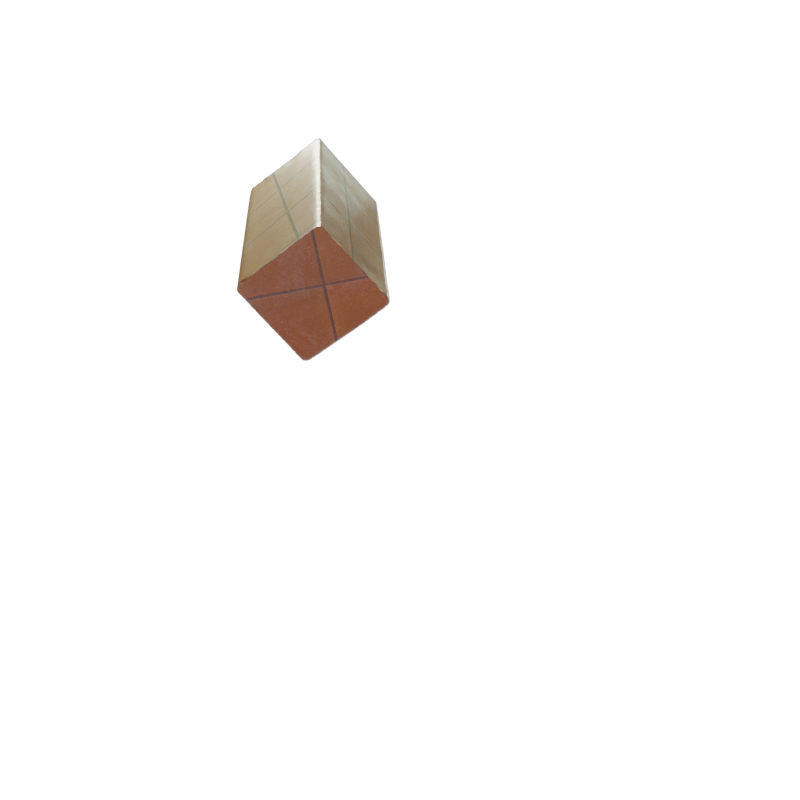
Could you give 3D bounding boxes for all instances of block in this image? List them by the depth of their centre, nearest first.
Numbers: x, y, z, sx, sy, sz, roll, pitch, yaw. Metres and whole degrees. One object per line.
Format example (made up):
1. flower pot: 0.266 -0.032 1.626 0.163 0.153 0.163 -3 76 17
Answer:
1. block: -0.076 -0.137 0.966 0.090 0.086 0.219 -35 26 16
